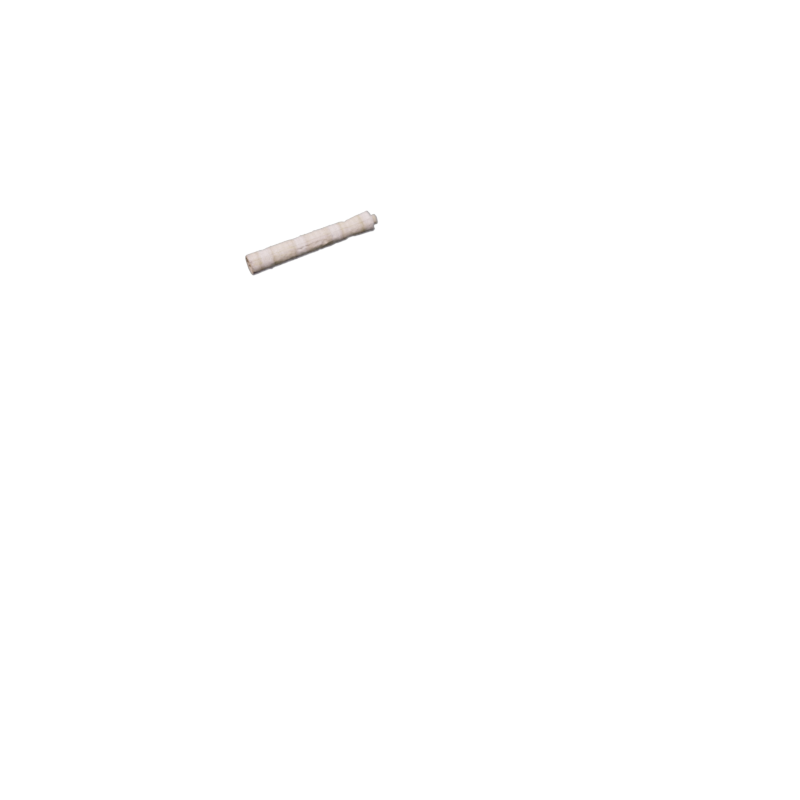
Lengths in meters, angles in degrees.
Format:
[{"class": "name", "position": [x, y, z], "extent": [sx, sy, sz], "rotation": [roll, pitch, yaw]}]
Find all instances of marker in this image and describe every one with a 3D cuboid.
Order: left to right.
[{"class": "marker", "position": [-0.075, -0.138, 0.963], "extent": [0.120, 0.019, 0.020], "rotation": [-22, 10, -13]}]
